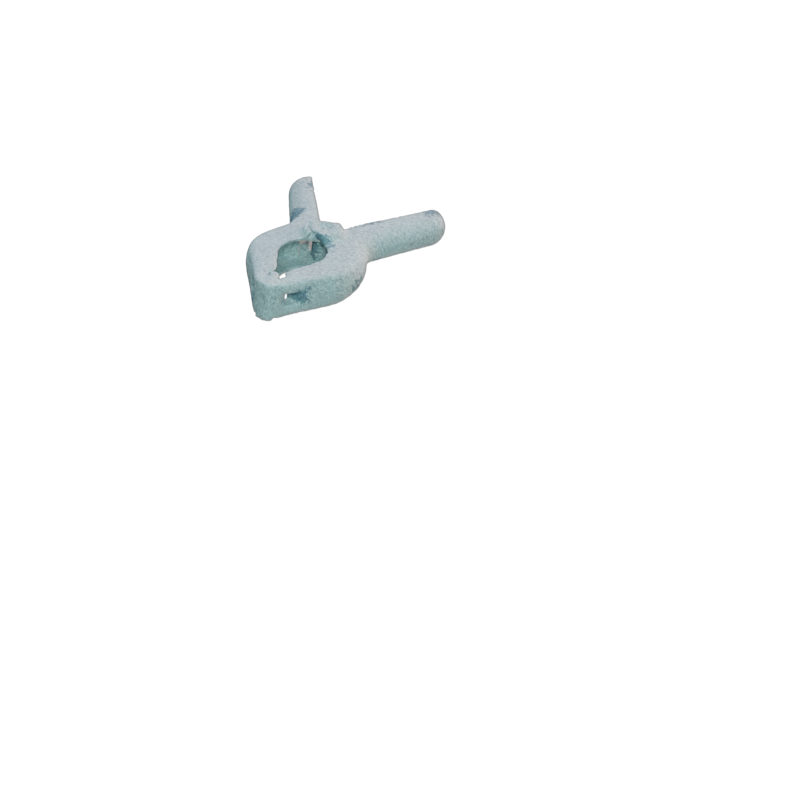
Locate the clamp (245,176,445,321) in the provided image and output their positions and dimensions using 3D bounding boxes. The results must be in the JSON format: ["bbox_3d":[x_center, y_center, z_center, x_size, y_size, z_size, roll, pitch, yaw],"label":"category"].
[{"bbox_3d":[-0.059,-0.108,0.757,0.126,0.037,0.172,18,34,28],"label":"clamp"}]
